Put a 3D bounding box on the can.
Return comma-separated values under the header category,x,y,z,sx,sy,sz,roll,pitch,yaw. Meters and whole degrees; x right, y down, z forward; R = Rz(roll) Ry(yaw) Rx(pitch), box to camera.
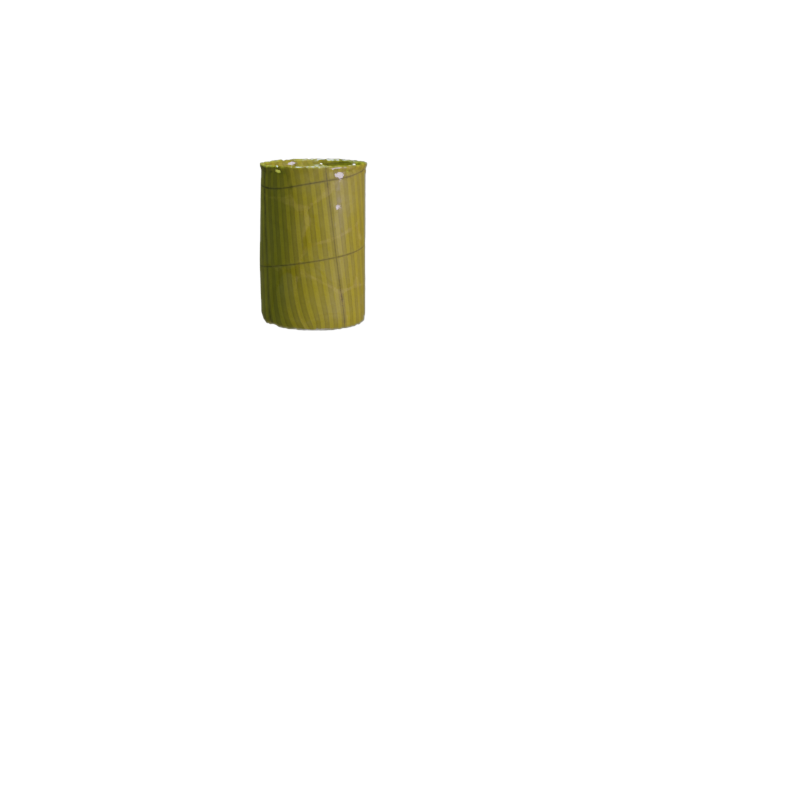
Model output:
category,x,y,z,sx,sy,sz,roll,pitch,yaw
can,-0.055,-0.101,0.707,0.068,0.100,0.070,0,11,-2
